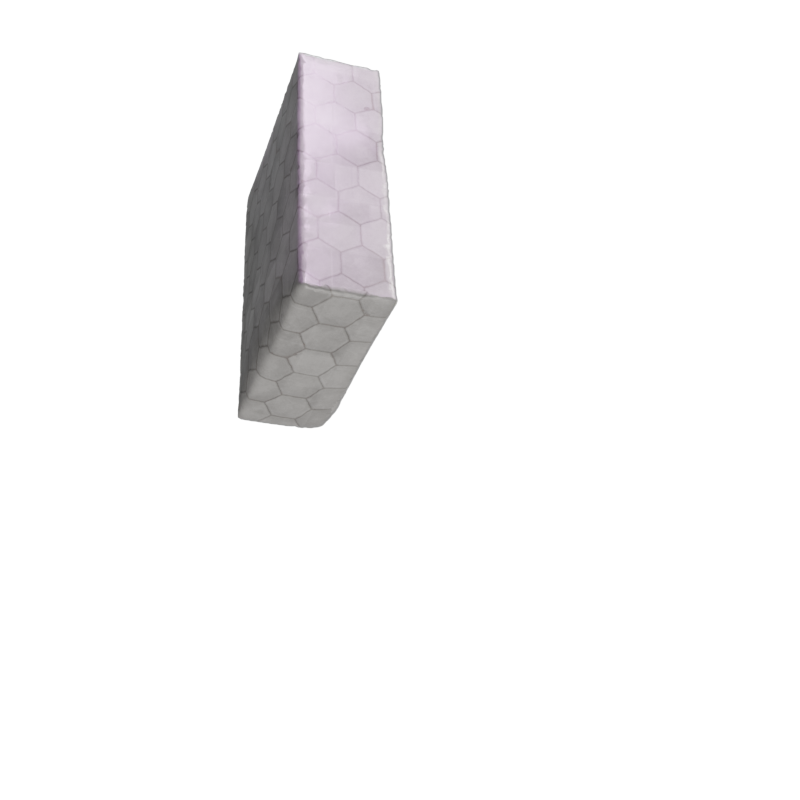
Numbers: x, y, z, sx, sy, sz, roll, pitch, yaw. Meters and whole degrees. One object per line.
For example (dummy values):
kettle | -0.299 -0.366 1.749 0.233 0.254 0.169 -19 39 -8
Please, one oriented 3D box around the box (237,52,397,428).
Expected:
box | -0.062 -0.113 0.790 0.070 0.229 0.157 10 -38 -17
